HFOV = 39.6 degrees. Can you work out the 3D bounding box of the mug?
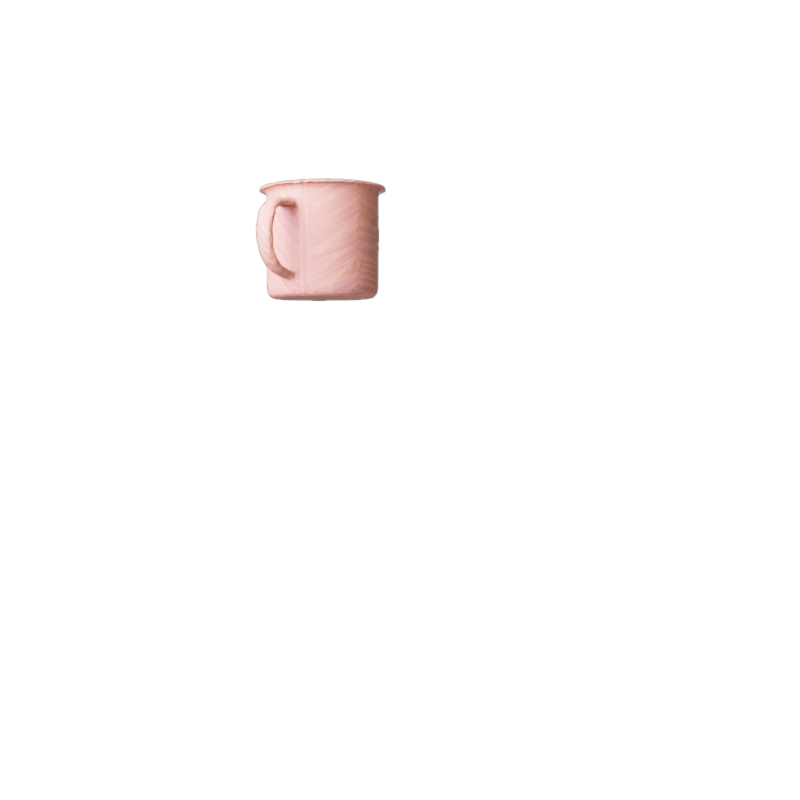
[{"bbox_3d":[-0.063,-0.114,0.800,0.096,0.082,0.112,-1,-1,32],"label":"mug"}]
